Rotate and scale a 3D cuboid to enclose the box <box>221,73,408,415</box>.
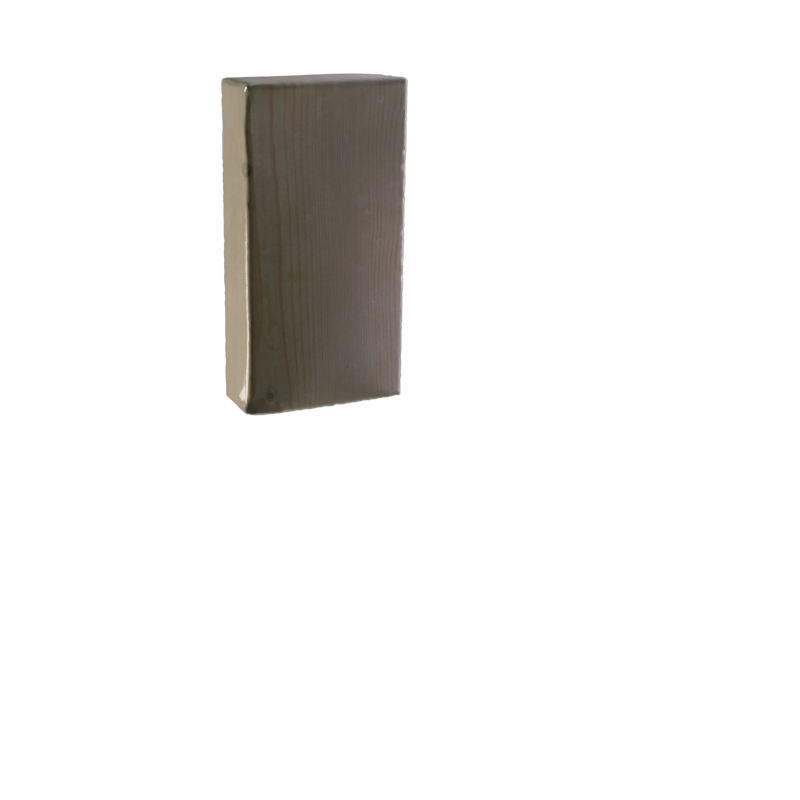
[{"bbox_3d":[-0.046,-0.085,0.593,0.091,0.171,0.051,-6,14,-26],"label":"box"}]
